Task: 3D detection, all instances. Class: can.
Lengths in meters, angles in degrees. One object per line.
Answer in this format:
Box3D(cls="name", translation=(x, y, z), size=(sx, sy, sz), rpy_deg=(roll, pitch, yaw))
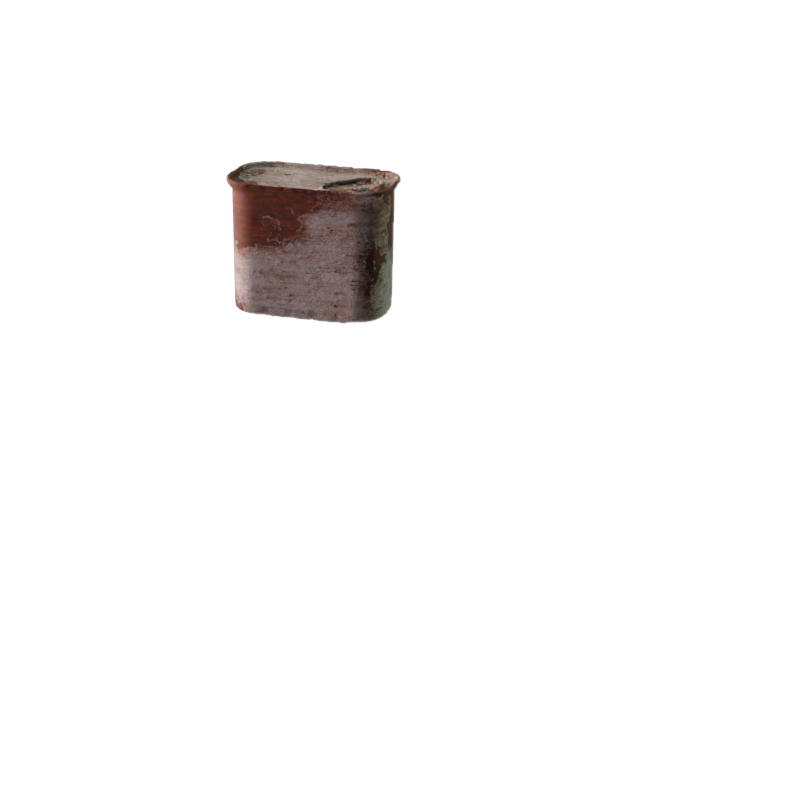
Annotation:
Box3D(cls="can", translation=(-0.053, -0.097, 0.678), size=(0.104, 0.080, 0.059), rpy_deg=(7, 22, 15))
